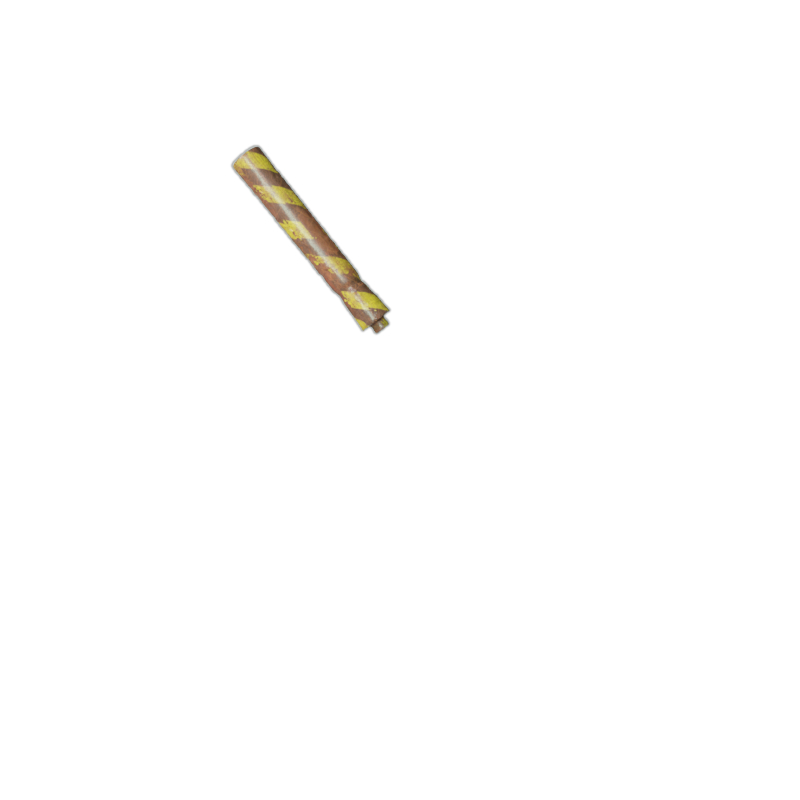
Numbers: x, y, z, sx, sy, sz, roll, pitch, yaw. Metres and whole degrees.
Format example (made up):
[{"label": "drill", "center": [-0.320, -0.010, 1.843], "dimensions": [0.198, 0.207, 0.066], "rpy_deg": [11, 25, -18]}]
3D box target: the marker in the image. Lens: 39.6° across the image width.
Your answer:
[{"label": "marker", "center": [-0.047, -0.086, 0.600], "dimensions": [0.020, 0.123, 0.019], "rpy_deg": [-38, -6, -4]}]
